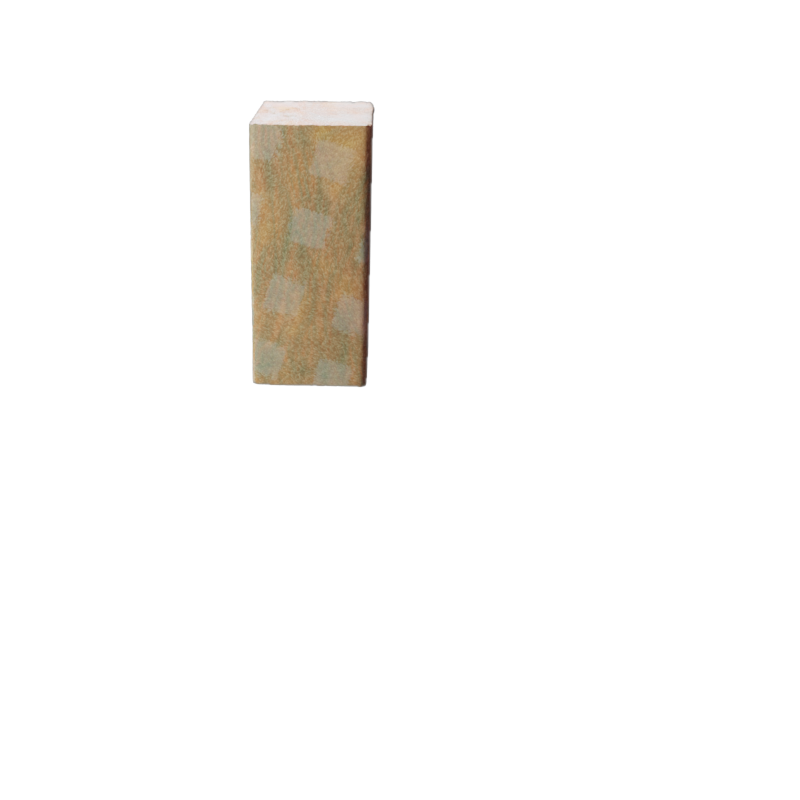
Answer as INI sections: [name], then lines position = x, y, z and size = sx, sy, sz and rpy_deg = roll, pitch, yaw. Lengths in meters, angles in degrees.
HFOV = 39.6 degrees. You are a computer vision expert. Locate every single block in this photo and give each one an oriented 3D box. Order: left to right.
[block]
position = -0.067, -0.123, 0.865
size = 0.090, 0.197, 0.094
rpy_deg = 2, 20, 1
